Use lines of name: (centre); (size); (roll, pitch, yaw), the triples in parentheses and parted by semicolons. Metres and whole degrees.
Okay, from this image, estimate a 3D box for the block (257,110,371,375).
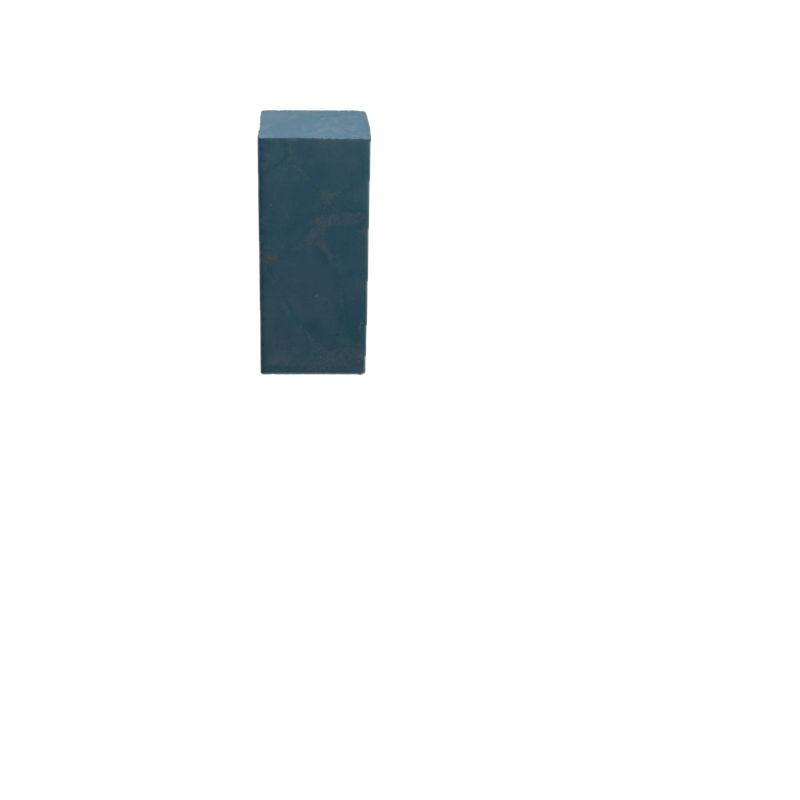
block: (-0.073, -0.134, 0.935); (0.090, 0.196, 0.095); (0, 23, -3)
